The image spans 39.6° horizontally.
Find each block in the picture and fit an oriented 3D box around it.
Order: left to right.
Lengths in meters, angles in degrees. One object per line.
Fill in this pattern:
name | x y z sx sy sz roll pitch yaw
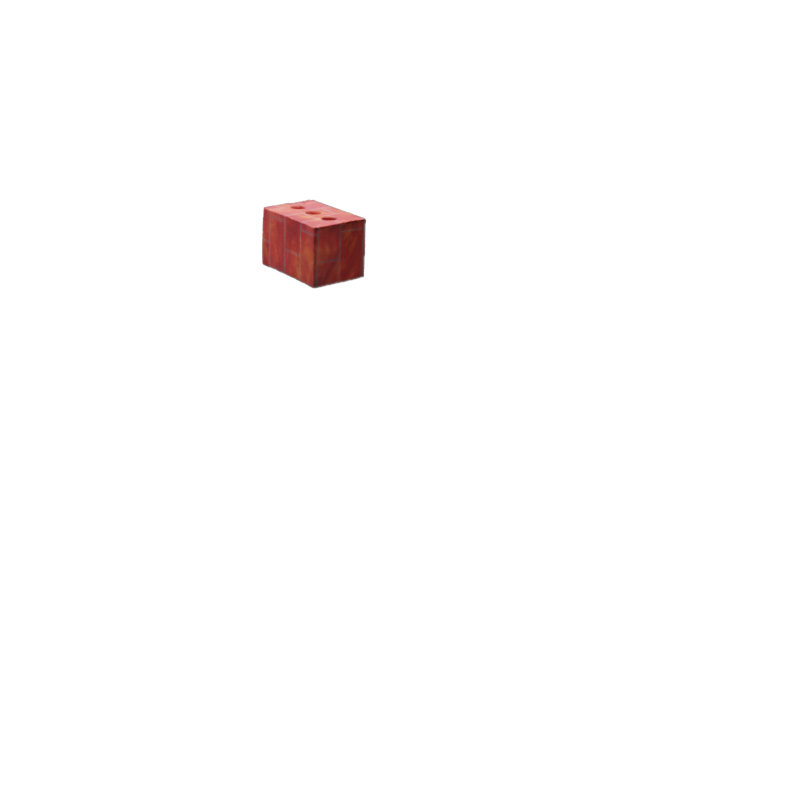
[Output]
block | -0.071 -0.129 0.907 0.052 0.049 0.083 -14 26 -35
